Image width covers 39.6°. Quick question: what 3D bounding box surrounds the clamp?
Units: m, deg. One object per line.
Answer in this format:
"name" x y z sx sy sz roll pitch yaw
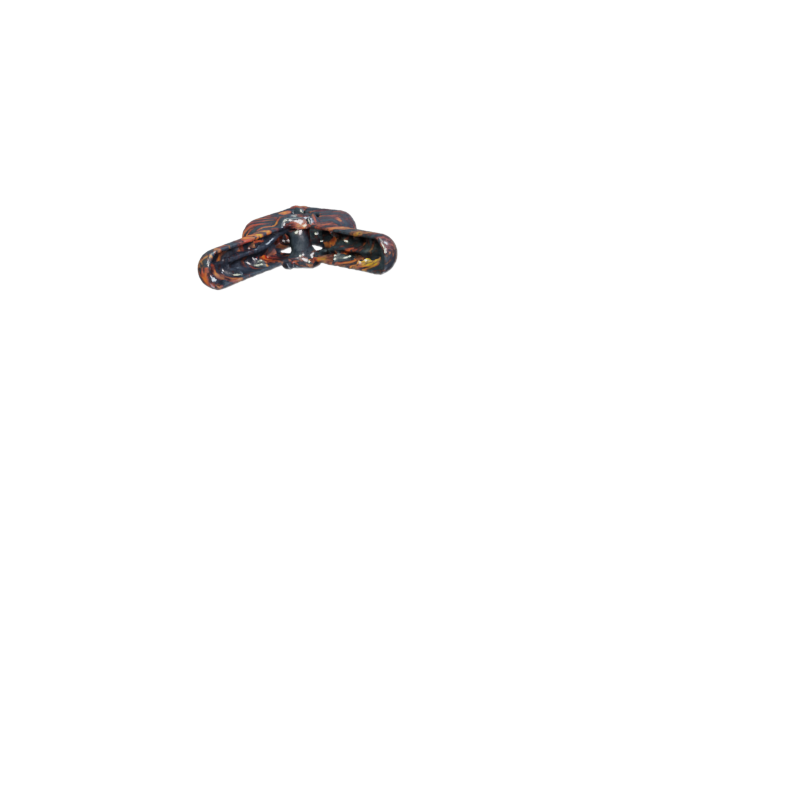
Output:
"clamp" -0.058 -0.105 0.736 0.121 0.038 0.177 2 20 5
